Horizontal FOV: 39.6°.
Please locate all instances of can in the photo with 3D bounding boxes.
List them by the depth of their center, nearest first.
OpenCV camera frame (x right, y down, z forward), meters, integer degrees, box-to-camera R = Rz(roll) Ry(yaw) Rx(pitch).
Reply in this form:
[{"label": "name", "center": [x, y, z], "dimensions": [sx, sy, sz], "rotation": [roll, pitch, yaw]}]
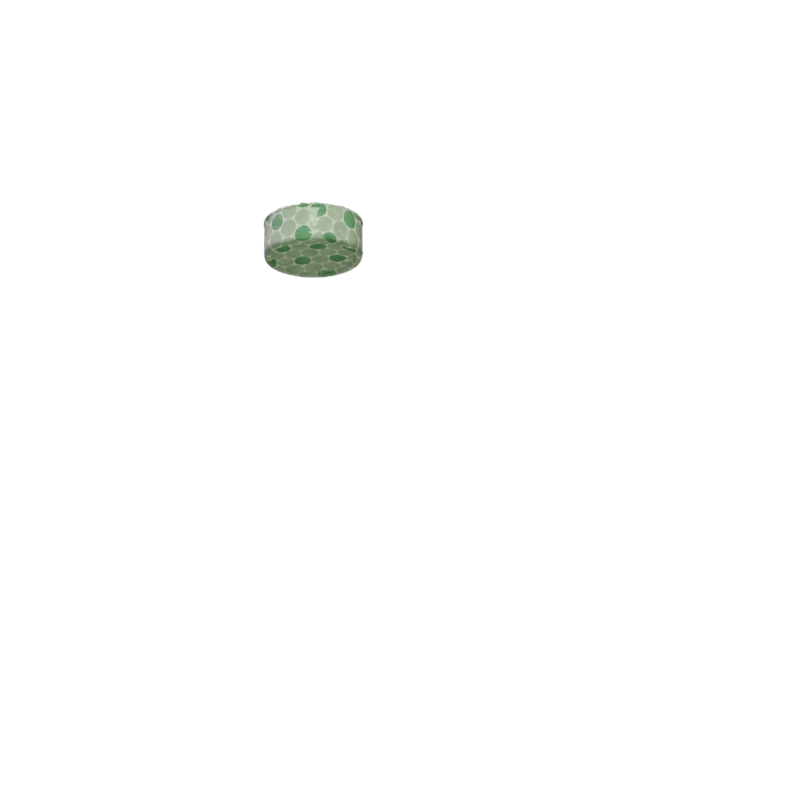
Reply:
[{"label": "can", "center": [-0.074, -0.135, 0.948], "dimensions": [0.086, 0.035, 0.082], "rotation": [0, -18, -2]}]
